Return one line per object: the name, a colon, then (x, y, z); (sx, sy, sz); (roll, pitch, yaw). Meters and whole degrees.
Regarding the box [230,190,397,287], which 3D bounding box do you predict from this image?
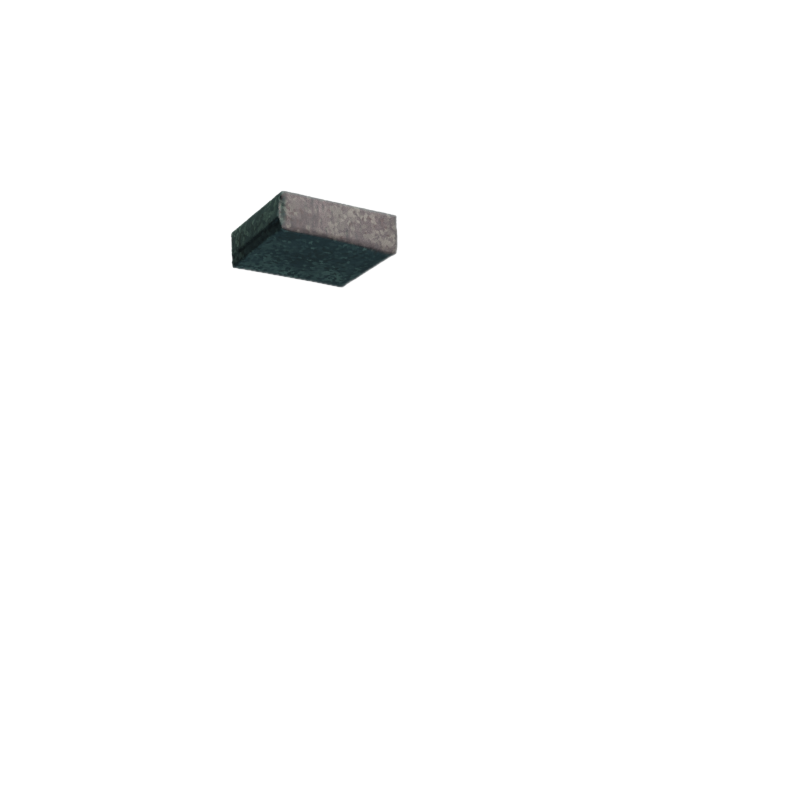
box: (-0.072, -0.132, 0.921); (0.108, 0.041, 0.090); (10, -21, -30)
